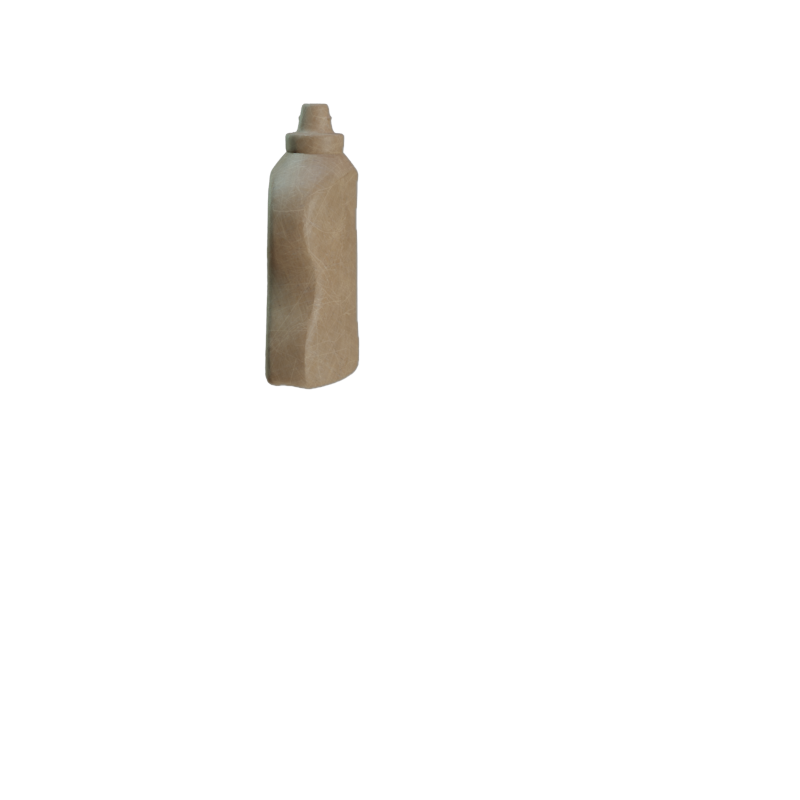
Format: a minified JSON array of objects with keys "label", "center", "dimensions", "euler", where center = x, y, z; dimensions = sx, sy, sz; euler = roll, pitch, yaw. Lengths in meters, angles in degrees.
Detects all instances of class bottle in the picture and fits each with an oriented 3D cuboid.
[{"label":"bottle","center":[-0.060,-0.111,0.775],"dimensions":[0.060,0.188,0.095],"euler":[4,9,21]}]
